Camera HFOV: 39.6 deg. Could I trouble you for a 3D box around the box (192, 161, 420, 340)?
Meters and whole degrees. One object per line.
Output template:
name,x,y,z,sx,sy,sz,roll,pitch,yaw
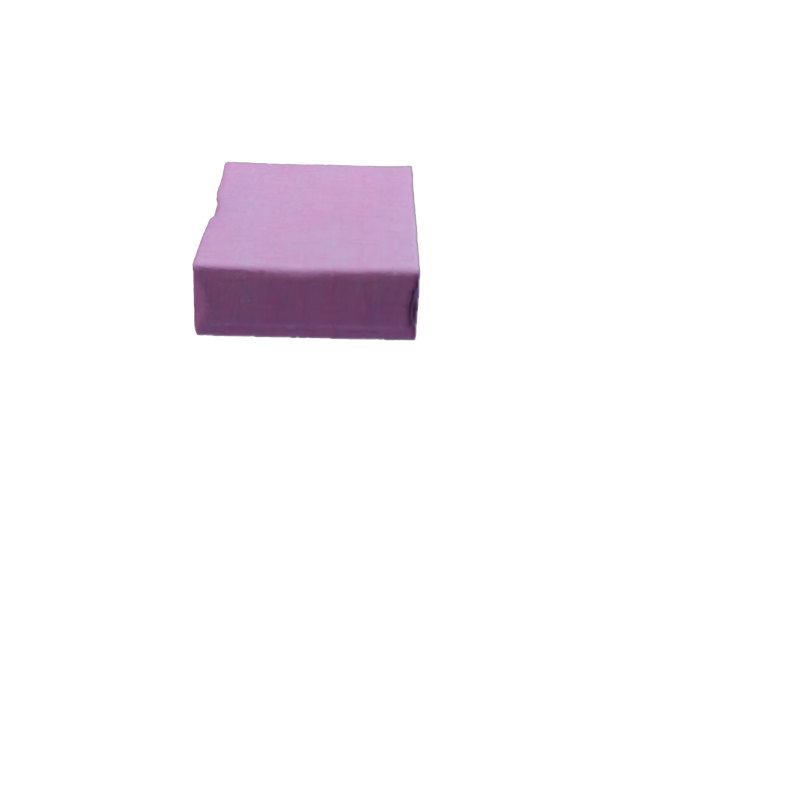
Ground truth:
box,-0.031,-0.056,0.393,0.073,0.028,0.095,1,33,1
